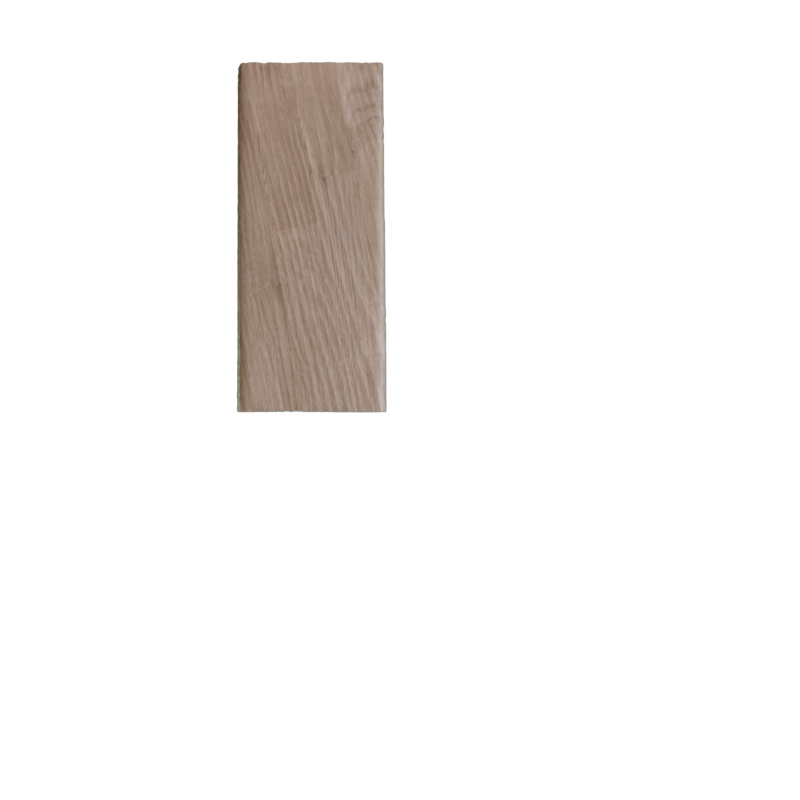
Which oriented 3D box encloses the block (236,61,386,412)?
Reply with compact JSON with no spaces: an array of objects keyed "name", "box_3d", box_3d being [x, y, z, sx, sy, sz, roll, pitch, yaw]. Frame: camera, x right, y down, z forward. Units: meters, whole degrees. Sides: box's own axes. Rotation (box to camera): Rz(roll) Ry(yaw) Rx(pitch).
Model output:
[{"name":"block","box_3d":[-0.055,-0.099,0.692,0.090,0.209,0.090,0,-4,-1]}]
